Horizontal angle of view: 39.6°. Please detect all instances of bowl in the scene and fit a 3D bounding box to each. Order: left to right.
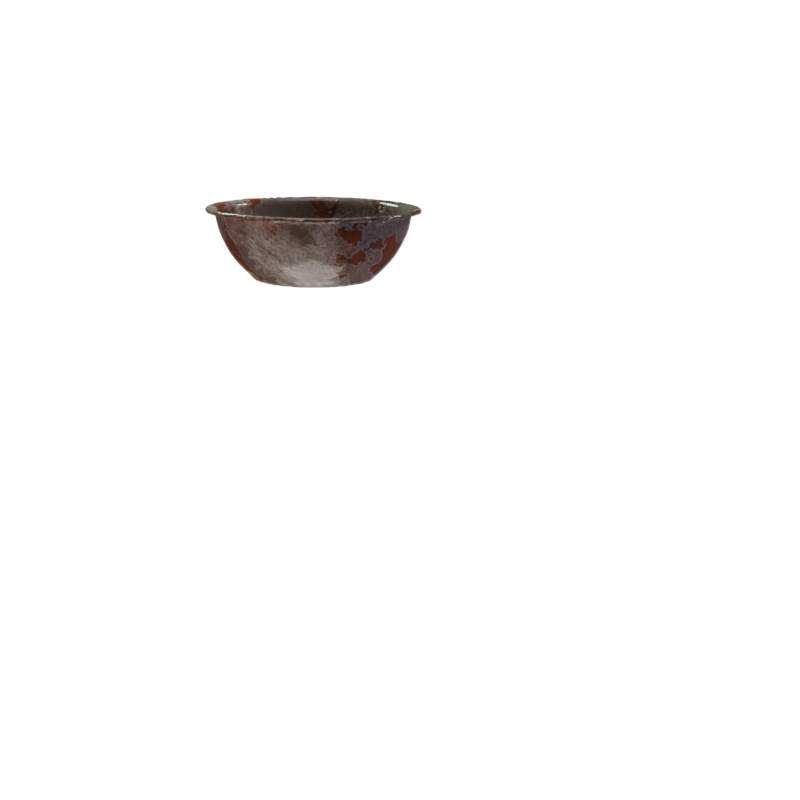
[{"bbox_3d":[-0.065,-0.119,0.834,0.162,0.054,0.167,0,15,-2],"label":"bowl"}]
